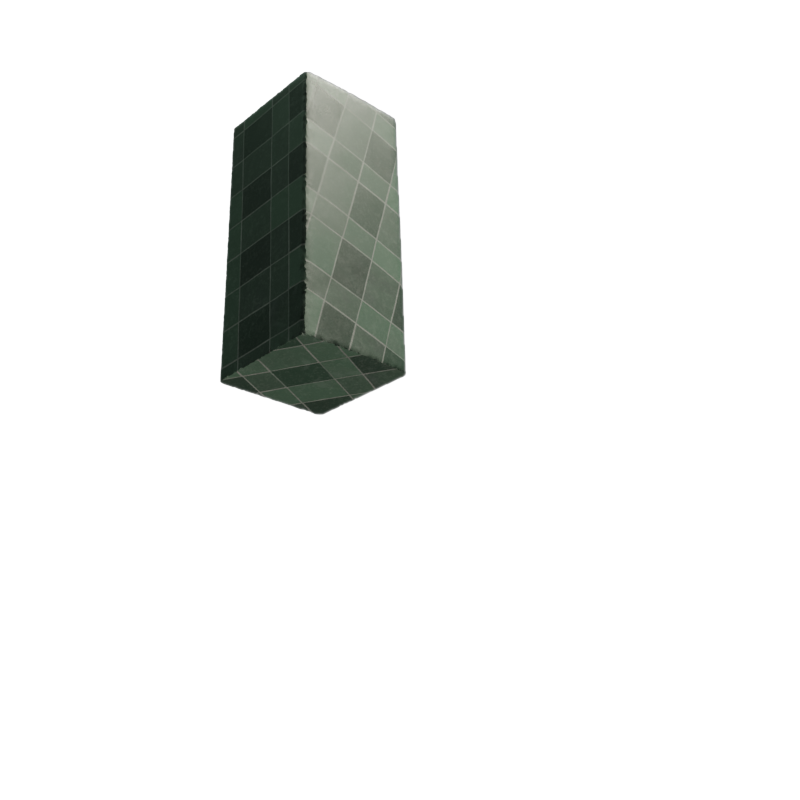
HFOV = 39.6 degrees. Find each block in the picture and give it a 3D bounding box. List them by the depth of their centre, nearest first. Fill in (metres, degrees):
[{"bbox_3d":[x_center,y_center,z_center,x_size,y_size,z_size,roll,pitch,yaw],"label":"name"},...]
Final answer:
[{"bbox_3d":[-0.059,-0.109,0.768,0.085,0.219,0.090,22,-37,-36],"label":"block"}]
